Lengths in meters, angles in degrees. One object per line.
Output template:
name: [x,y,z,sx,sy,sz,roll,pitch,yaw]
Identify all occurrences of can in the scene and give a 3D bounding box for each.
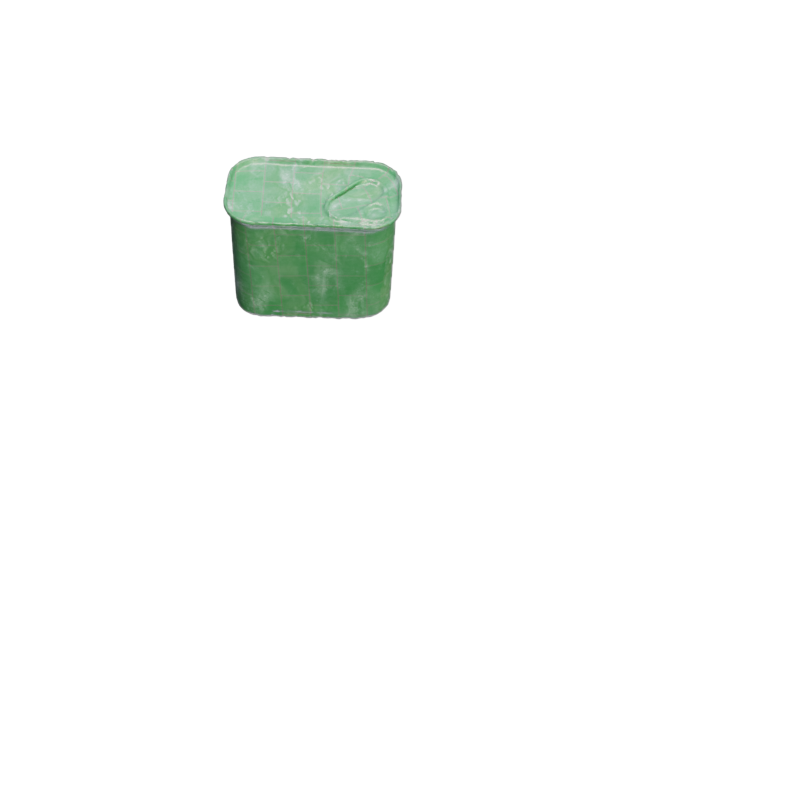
can: [-0.052,-0.095,0.666,0.102,0.061,0.078,3,-41,1]
